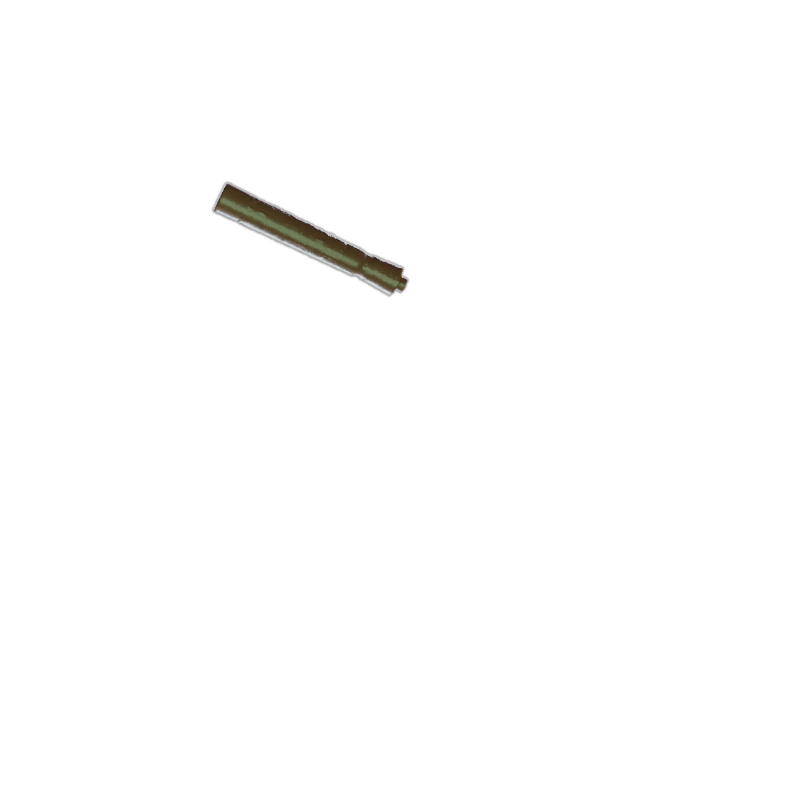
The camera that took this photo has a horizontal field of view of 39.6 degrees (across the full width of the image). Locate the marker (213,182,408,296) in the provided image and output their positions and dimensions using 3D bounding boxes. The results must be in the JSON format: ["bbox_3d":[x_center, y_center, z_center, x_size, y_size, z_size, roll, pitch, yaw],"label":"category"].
[{"bbox_3d":[-0.051,-0.092,0.646,0.119,0.020,0.020,25,-1,-7],"label":"marker"}]
